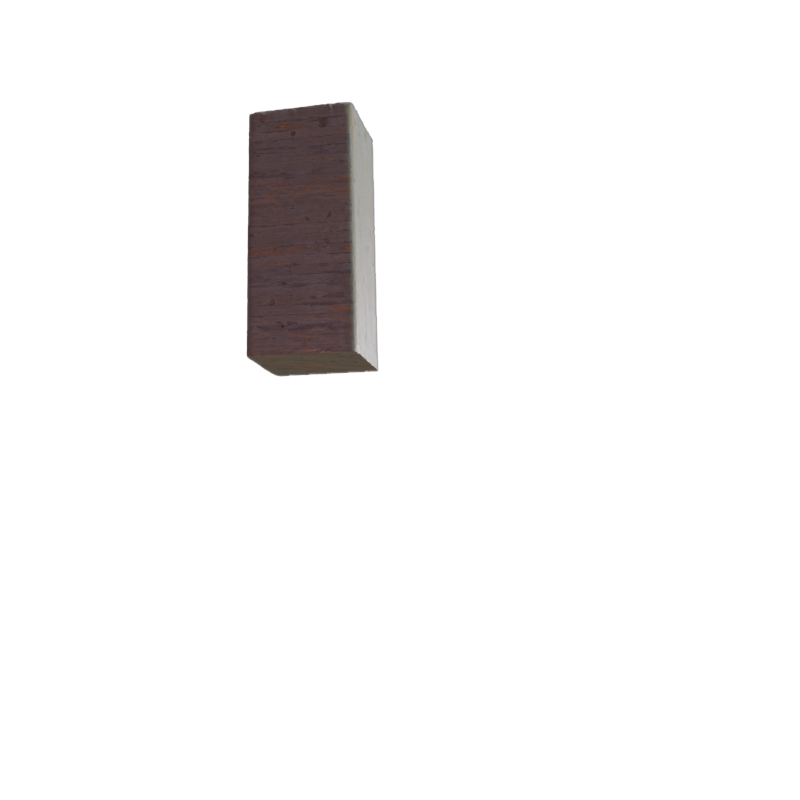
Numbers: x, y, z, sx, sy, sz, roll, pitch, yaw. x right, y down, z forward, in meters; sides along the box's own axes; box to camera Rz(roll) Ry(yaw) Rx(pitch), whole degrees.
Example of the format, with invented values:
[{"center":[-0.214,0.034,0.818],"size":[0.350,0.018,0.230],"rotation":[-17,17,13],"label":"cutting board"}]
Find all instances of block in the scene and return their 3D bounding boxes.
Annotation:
[{"center":[-0.072,-0.131,0.918],"size":[0.092,0.214,0.085],"rotation":[-5,-16,12],"label":"block"}]
